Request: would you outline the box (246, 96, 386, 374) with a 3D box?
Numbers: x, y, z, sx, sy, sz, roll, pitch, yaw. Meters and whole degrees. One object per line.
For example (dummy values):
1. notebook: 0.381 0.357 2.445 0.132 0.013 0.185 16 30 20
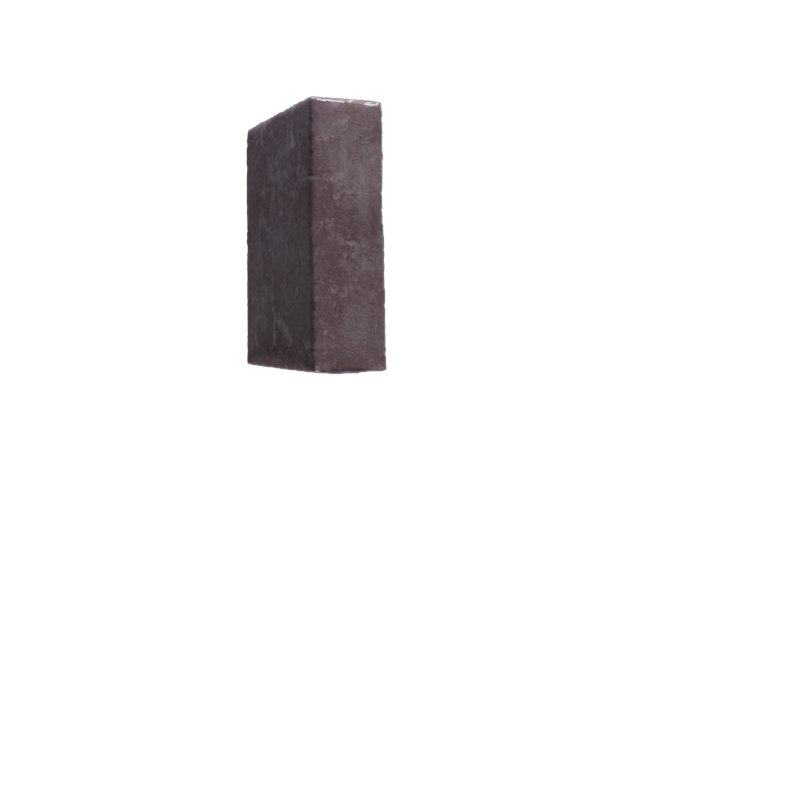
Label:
1. box: -0.073 -0.133 0.929 0.070 0.216 0.168 1 -2 -25
